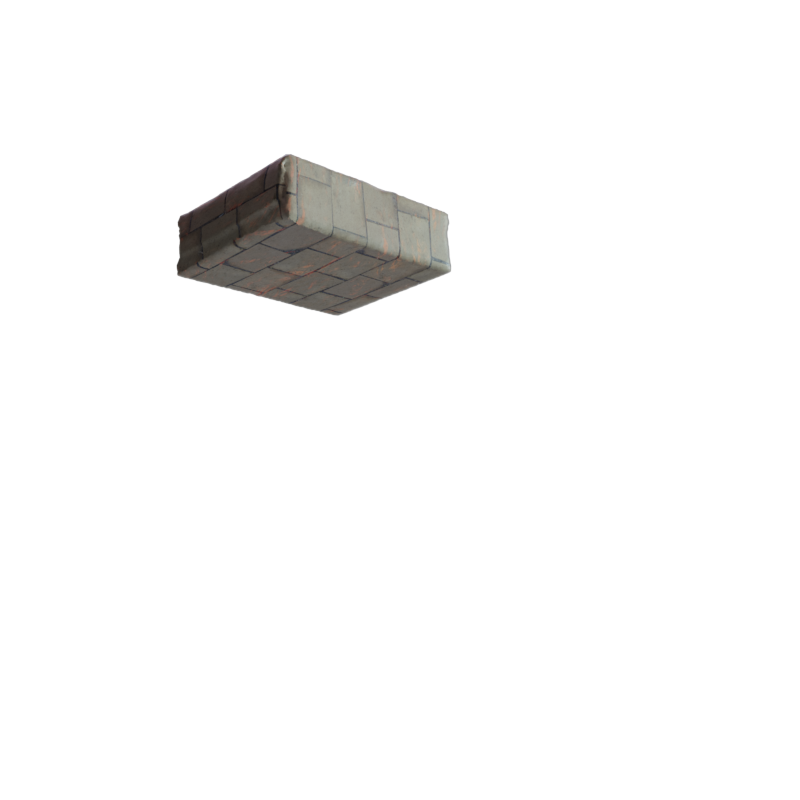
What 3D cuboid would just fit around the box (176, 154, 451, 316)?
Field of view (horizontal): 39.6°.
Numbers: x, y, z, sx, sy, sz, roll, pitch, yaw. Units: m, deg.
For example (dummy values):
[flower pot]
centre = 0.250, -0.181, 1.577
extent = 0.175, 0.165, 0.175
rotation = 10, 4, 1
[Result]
[box]
centre = -0.036, -0.065, 0.455
extent = 0.084, 0.032, 0.074
rotation = 14, -22, -39
